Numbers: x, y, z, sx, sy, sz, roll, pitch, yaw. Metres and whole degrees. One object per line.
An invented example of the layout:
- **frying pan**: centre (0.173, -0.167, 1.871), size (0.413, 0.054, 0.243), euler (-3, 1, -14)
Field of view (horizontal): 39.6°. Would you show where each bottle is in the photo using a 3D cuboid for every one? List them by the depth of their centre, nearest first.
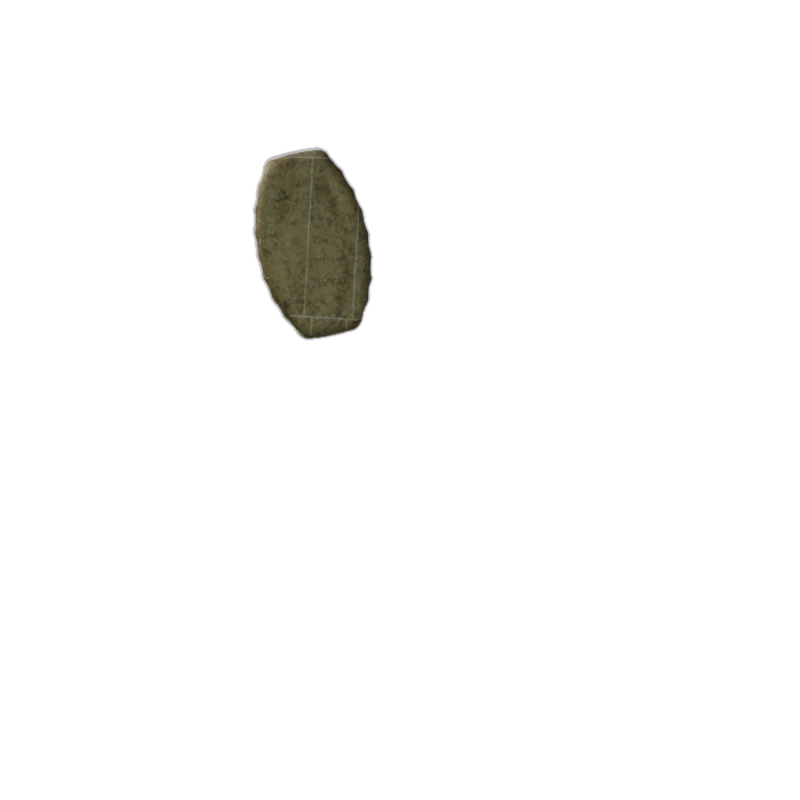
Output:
- **bottle**: centre (-0.051, -0.093, 0.651), size (0.058, 0.095, 0.194), euler (-13, 8, -2)
